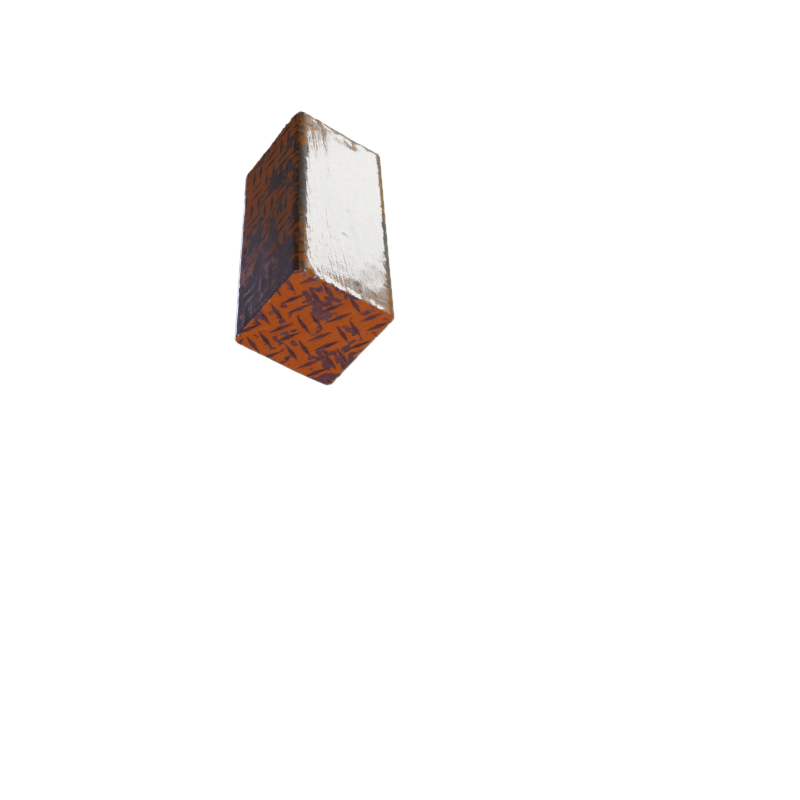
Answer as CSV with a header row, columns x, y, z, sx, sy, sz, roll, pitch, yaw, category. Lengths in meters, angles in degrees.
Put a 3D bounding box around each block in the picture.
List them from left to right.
x,y,z,sx,sy,sz,roll,pitch,yaw,category
-0.071,-0.128,0.898,0.086,0.221,0.089,26,-53,-26,block
